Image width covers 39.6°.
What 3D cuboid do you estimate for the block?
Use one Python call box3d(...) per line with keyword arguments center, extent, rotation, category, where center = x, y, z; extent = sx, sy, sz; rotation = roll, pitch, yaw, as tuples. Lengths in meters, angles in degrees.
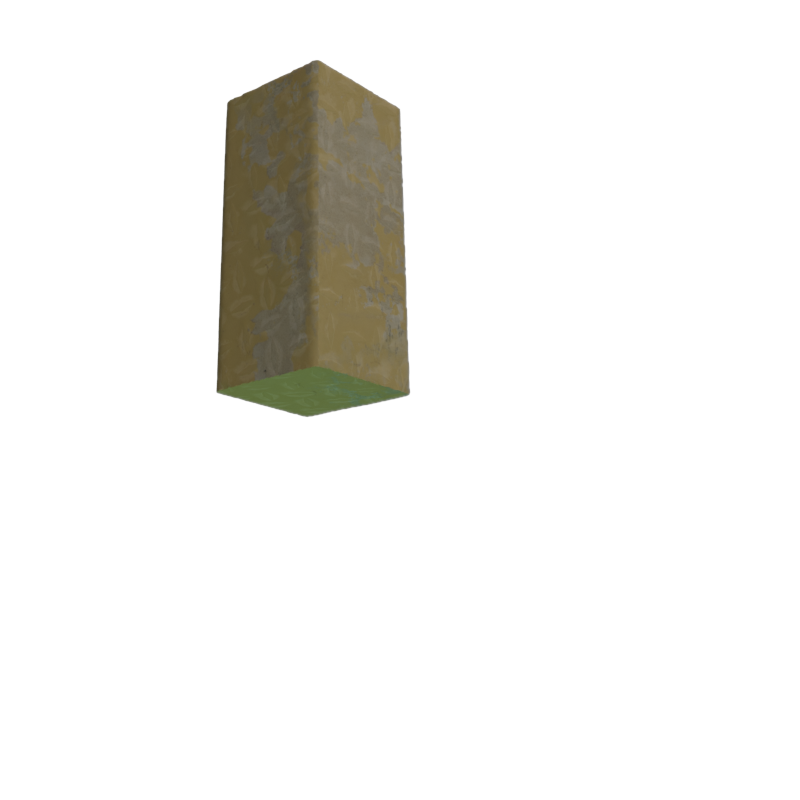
box3d(center=(-0.058, -0.104, 0.732), extent=(0.091, 0.217, 0.085), rotation=(-18, -26, 36), category="block")
